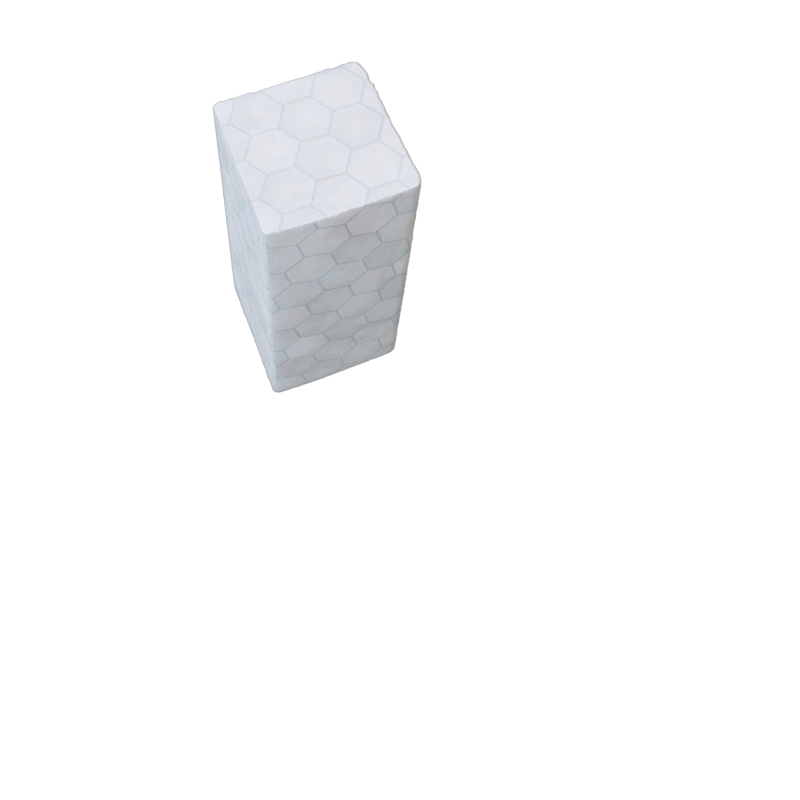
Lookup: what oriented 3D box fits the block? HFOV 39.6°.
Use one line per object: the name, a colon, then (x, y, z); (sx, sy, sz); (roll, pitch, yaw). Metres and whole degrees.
block: (-0.052, -0.096, 0.673); (0.090, 0.096, 0.195); (-19, -22, -12)
